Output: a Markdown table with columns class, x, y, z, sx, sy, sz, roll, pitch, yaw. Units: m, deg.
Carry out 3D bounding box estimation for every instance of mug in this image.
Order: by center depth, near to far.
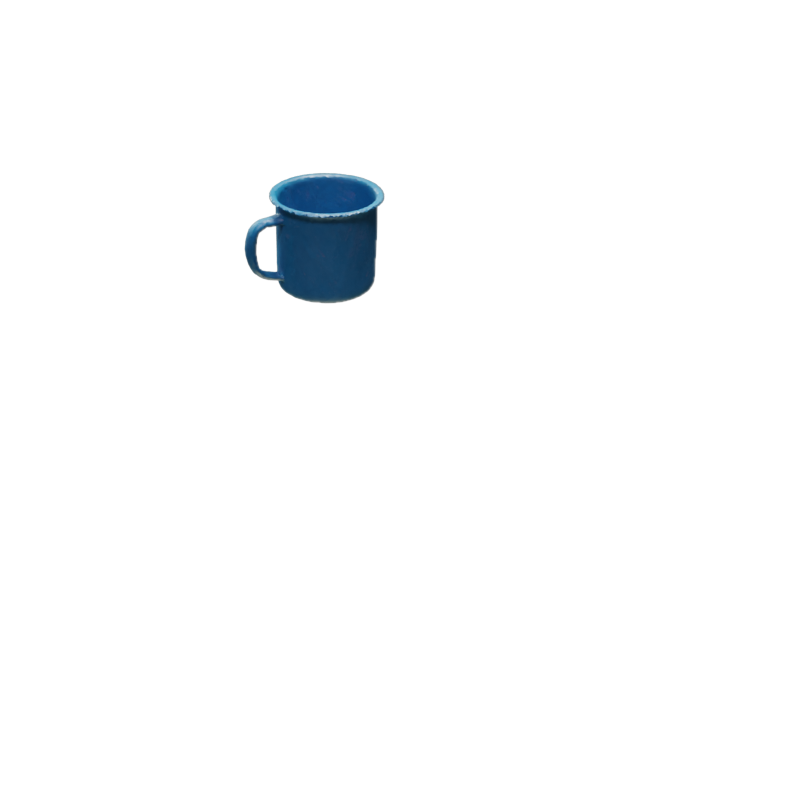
| class | x | y | z | sx | sy | sz | roll | pitch | yaw |
| --- | --- | --- | --- | --- | --- | --- | --- | --- | --- |
| mug | -0.071 | -0.129 | 0.901 | 0.115 | 0.077 | 0.100 | -15 | 33 | -26 |
